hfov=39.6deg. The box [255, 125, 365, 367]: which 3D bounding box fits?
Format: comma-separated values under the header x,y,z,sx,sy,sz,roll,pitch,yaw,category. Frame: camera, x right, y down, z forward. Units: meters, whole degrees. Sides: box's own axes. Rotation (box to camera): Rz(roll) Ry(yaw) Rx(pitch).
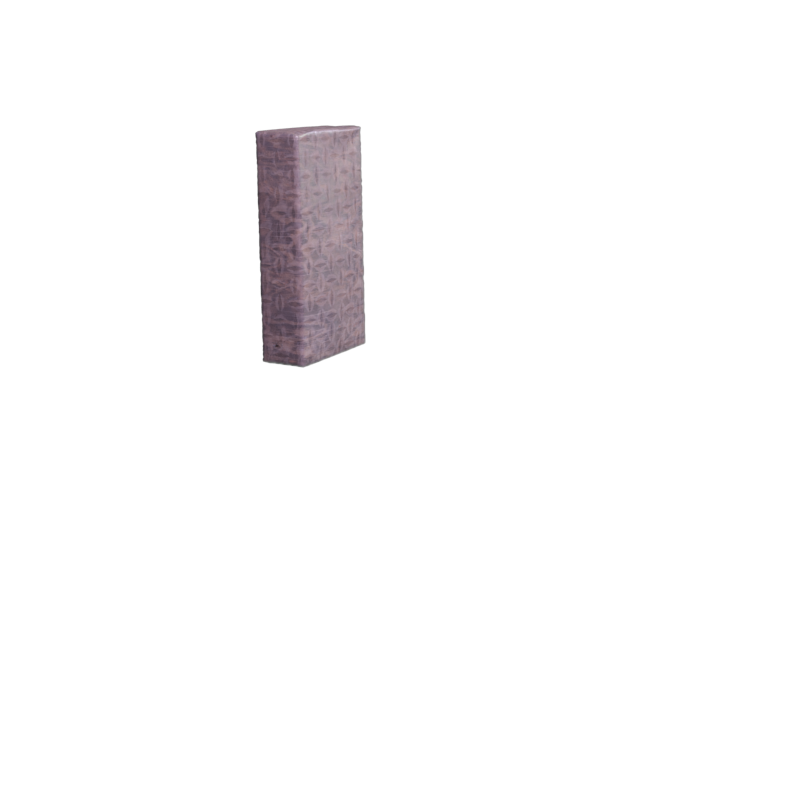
x,y,z,sx,sy,sz,roll,pitch,yaw,category
-0.067,-0.122,0.856,0.050,0.172,0.092,7,13,30,box
